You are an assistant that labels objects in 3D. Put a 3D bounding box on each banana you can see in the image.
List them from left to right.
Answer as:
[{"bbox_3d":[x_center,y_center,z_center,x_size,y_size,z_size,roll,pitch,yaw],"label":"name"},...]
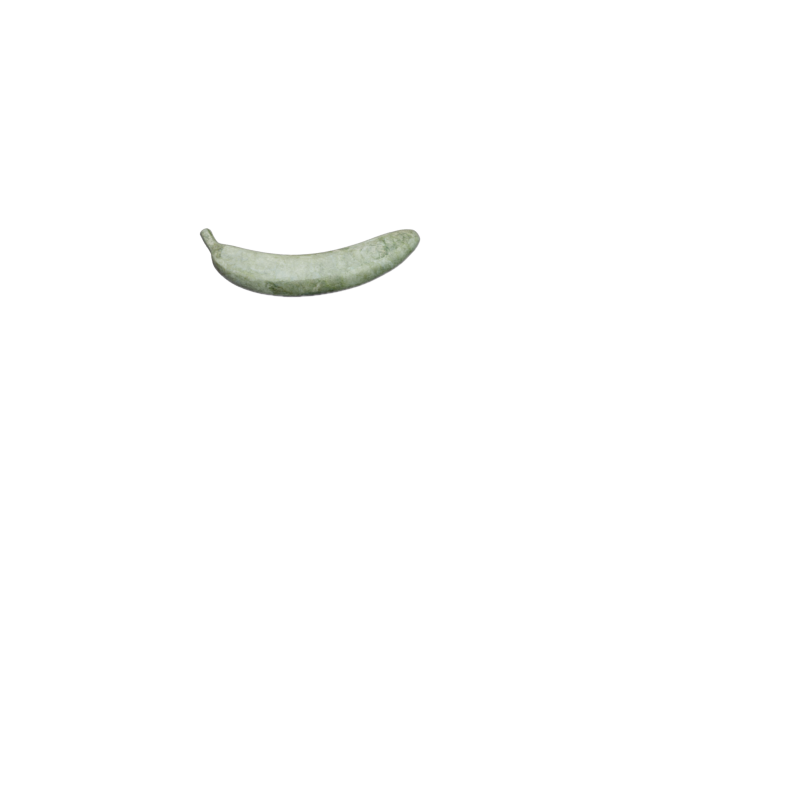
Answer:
[{"bbox_3d":[-0.081,-0.123,0.976,0.198,0.073,0.035,1,-23,0],"label":"banana"}]
